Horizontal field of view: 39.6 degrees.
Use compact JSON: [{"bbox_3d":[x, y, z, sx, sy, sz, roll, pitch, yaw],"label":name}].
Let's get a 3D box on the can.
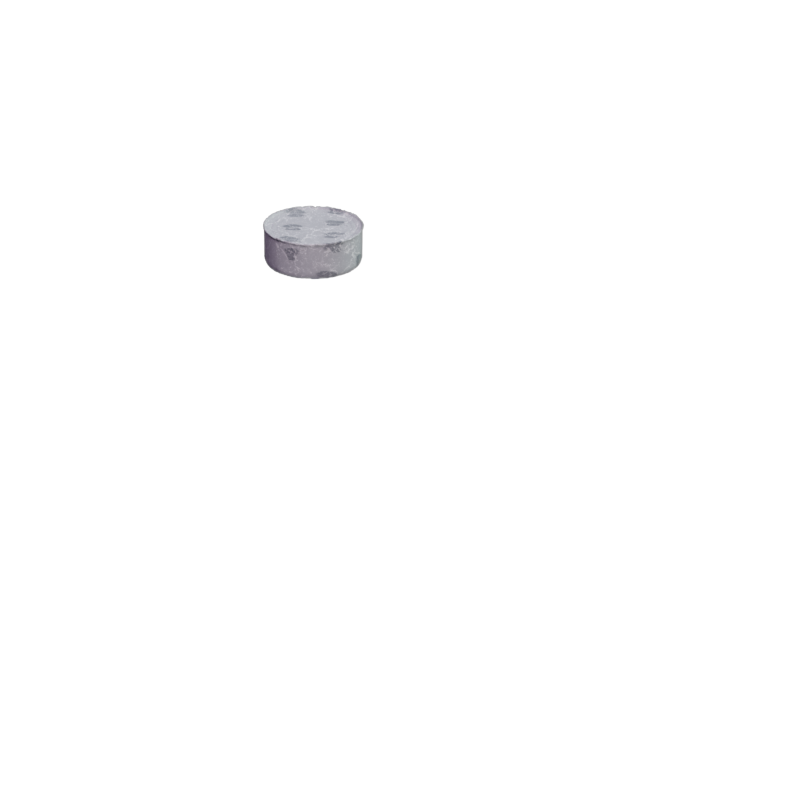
[{"bbox_3d":[-0.074,-0.135,0.948,0.086,0.032,0.091,-1,29,-2],"label":"can"}]
